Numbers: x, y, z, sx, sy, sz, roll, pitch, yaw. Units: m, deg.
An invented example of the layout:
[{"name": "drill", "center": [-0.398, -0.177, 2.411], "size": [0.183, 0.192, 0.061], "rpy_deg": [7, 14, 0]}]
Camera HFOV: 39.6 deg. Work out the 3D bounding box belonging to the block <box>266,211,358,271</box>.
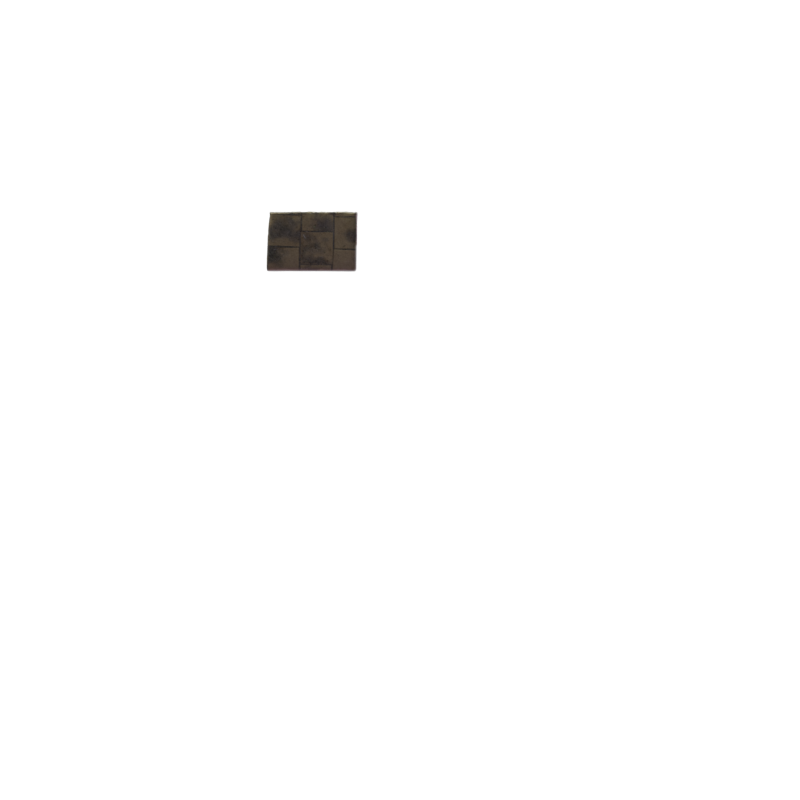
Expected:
[{"name": "block", "center": [-0.076, -0.139, 0.972], "size": [0.078, 0.051, 0.053], "rpy_deg": [0, 4, 1]}]
